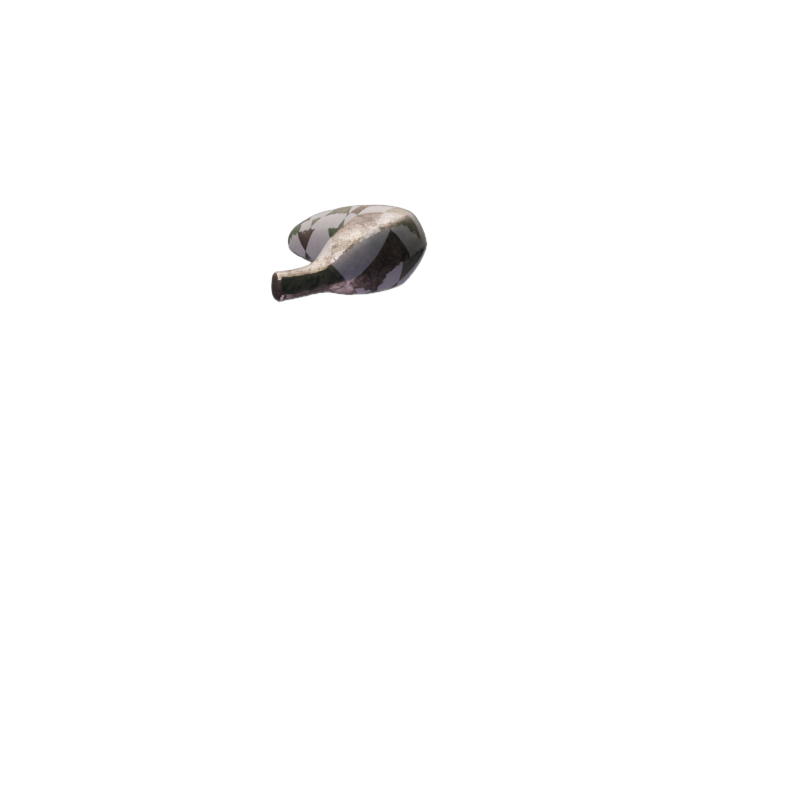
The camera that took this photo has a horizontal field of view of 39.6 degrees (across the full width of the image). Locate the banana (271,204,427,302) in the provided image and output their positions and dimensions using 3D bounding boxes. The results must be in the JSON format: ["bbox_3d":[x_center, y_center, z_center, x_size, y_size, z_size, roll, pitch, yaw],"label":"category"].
[{"bbox_3d":[-0.024,-0.077,0.538,0.069,0.036,0.202,0,11,-3],"label":"banana"}]
